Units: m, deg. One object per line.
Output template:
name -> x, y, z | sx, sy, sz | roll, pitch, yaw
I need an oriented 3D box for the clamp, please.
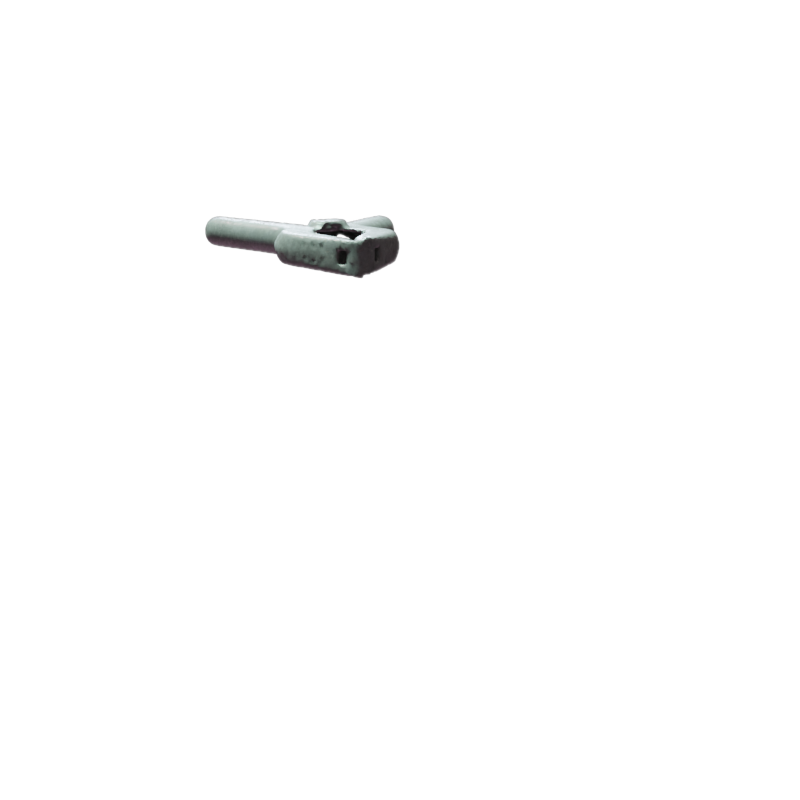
clamp -> -0.068, -0.124, 0.871 | 0.163, 0.035, 0.218 | -2, 15, -10
